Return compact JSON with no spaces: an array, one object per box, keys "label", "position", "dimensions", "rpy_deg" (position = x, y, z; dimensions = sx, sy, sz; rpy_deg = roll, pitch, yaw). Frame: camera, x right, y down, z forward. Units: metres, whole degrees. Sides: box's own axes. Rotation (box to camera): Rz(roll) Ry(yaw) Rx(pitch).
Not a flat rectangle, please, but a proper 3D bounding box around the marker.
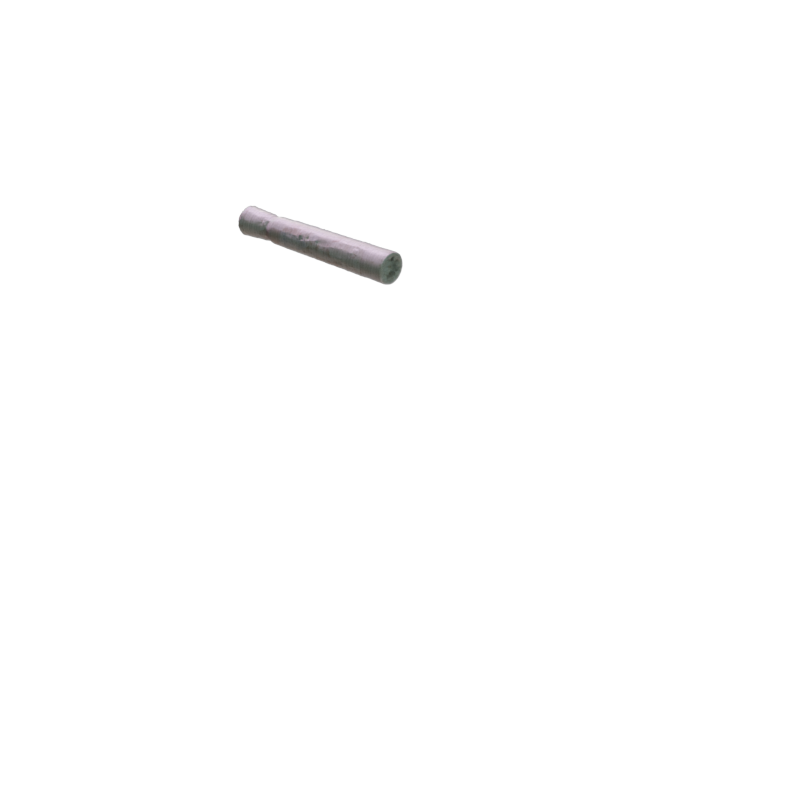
[{"label":"marker","position":[-0.050,-0.092,0.641],"dimensions":[0.128,0.019,0.019],"rpy_deg":[24,18,39]}]
